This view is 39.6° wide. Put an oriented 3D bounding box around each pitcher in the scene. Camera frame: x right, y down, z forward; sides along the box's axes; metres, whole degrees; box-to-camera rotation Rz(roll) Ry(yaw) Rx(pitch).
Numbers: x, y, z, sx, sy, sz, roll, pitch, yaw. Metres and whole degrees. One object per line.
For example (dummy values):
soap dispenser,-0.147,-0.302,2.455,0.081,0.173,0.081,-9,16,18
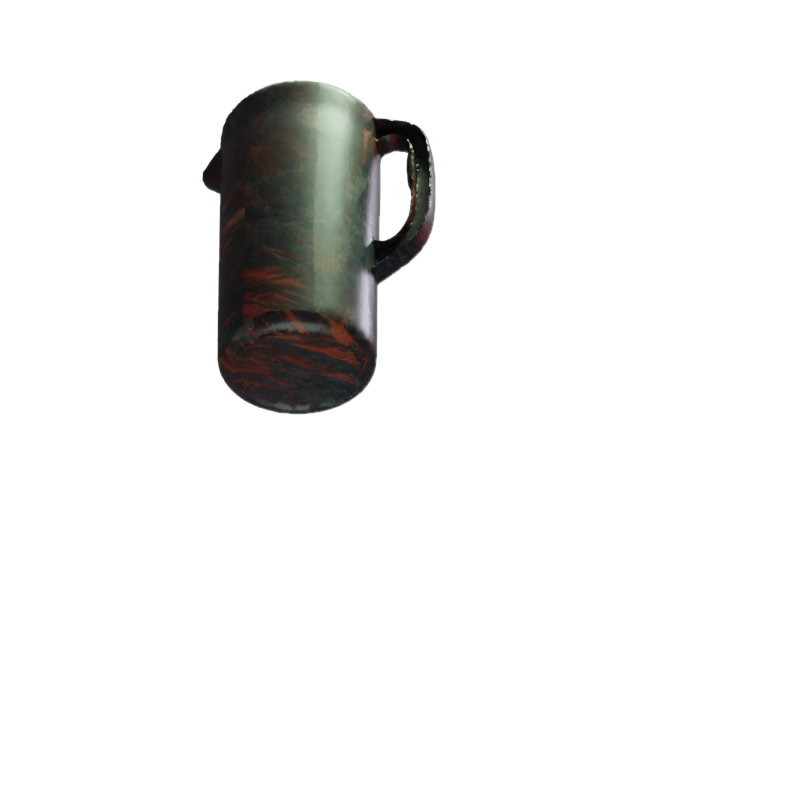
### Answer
pitcher,-0.064,-0.117,0.822,0.139,0.261,0.145,21,-46,-25
